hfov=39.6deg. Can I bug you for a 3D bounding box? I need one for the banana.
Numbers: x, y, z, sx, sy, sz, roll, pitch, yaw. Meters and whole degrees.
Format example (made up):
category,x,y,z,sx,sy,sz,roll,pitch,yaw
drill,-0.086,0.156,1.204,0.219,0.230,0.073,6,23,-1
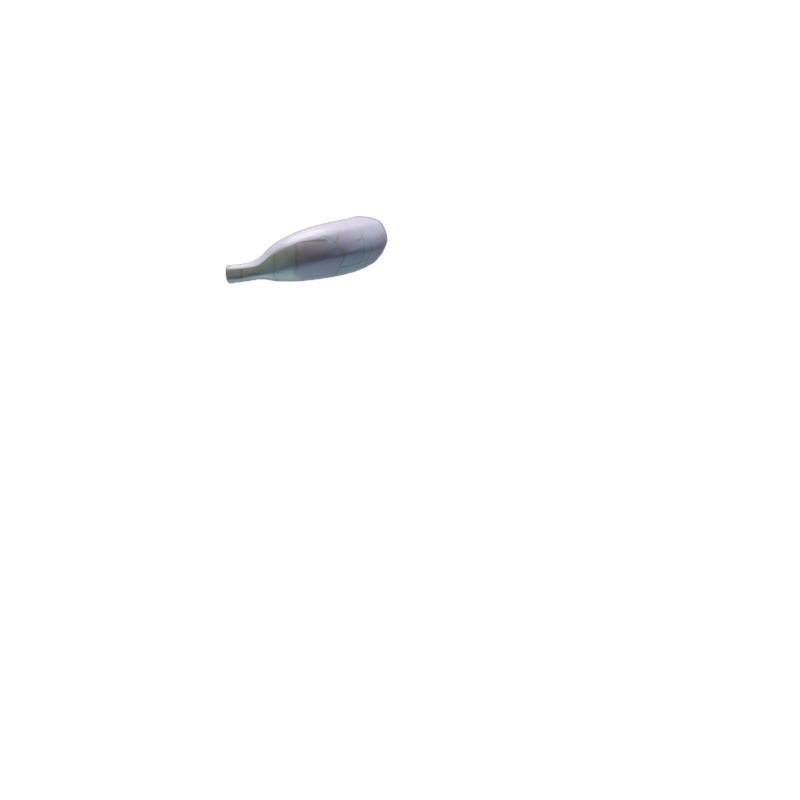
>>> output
category,x,y,z,sx,sy,sz,roll,pitch,yaw
banana,-0.047,-0.112,0.794,0.072,0.036,0.196,6,15,23
